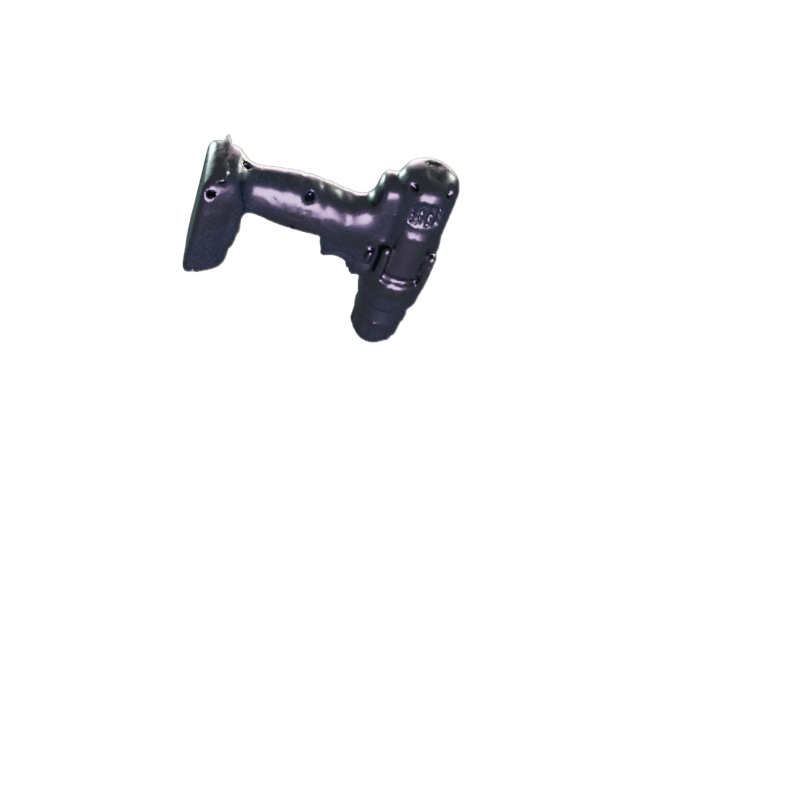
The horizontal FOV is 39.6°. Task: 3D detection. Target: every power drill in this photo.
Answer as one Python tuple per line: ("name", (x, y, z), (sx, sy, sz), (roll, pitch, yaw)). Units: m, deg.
("power drill", (-0.065, -0.119, 0.836), (0.184, 0.062, 0.175), (10, -43, -11))
